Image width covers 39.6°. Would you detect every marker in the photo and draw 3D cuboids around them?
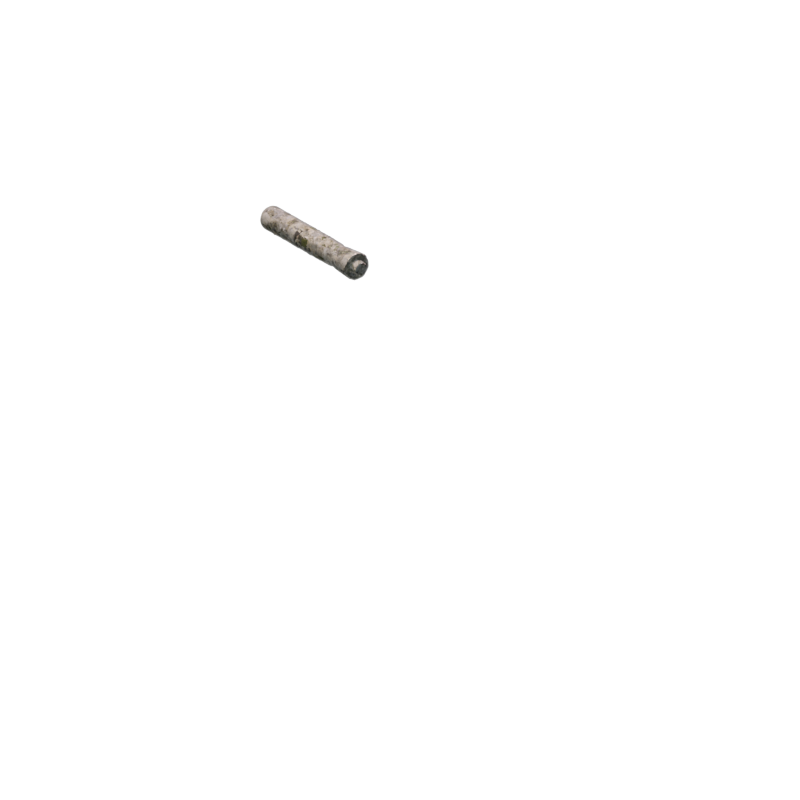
[{"bbox_3d":[-0.060,-0.109,0.766,0.019,0.019,0.130,-3,24,-35],"label":"marker"}]
